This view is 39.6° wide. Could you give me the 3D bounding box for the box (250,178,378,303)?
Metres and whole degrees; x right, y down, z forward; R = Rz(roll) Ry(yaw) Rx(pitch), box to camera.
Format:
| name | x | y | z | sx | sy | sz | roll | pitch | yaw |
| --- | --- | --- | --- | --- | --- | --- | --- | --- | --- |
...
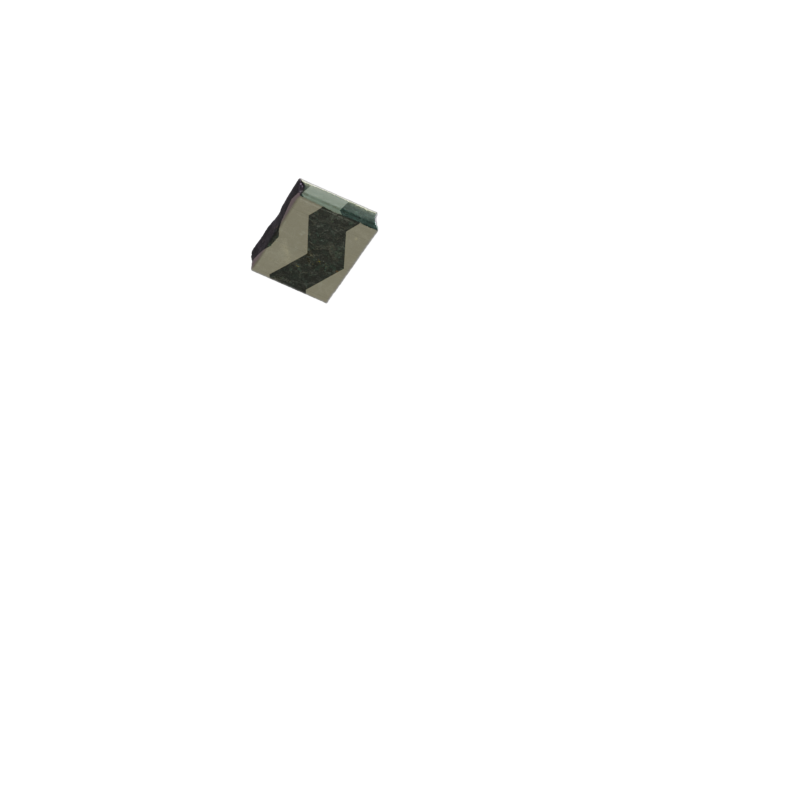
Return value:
| name | x | y | z | sx | sy | sz | roll | pitch | yaw |
| --- | --- | --- | --- | --- | --- | --- | --- | --- | --- |
| box | -0.071 | -0.130 | 0.908 | 0.070 | 0.086 | 0.032 | 23 | 37 | -20 |
